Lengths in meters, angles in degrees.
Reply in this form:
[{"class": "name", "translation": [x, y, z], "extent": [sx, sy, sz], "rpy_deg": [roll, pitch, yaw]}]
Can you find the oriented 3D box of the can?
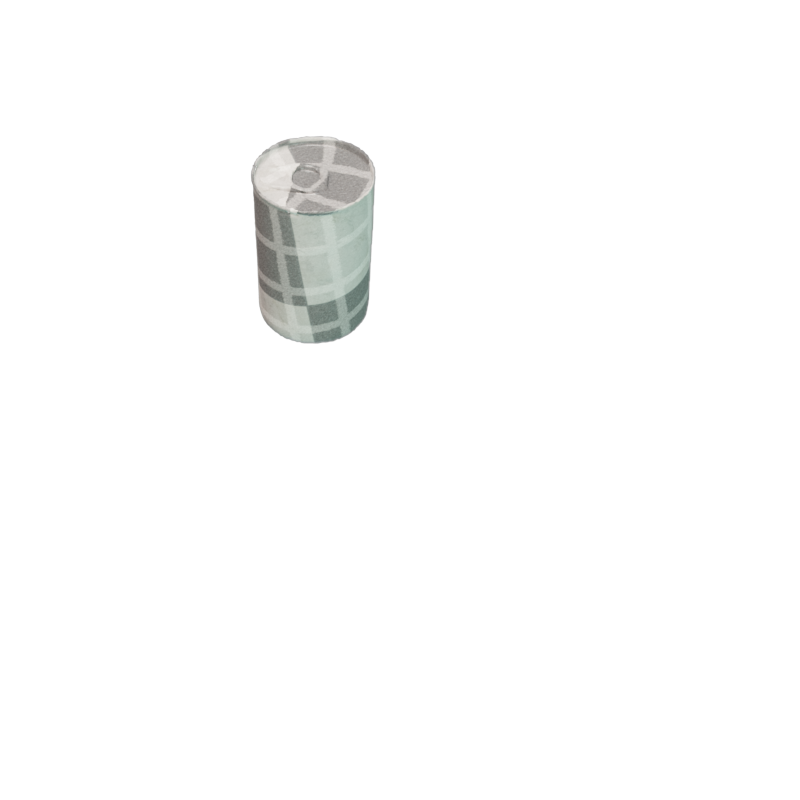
[{"class": "can", "translation": [-0.050, -0.091, 0.635], "extent": [0.068, 0.074, 0.095], "rpy_deg": [0, -45, -3]}]
